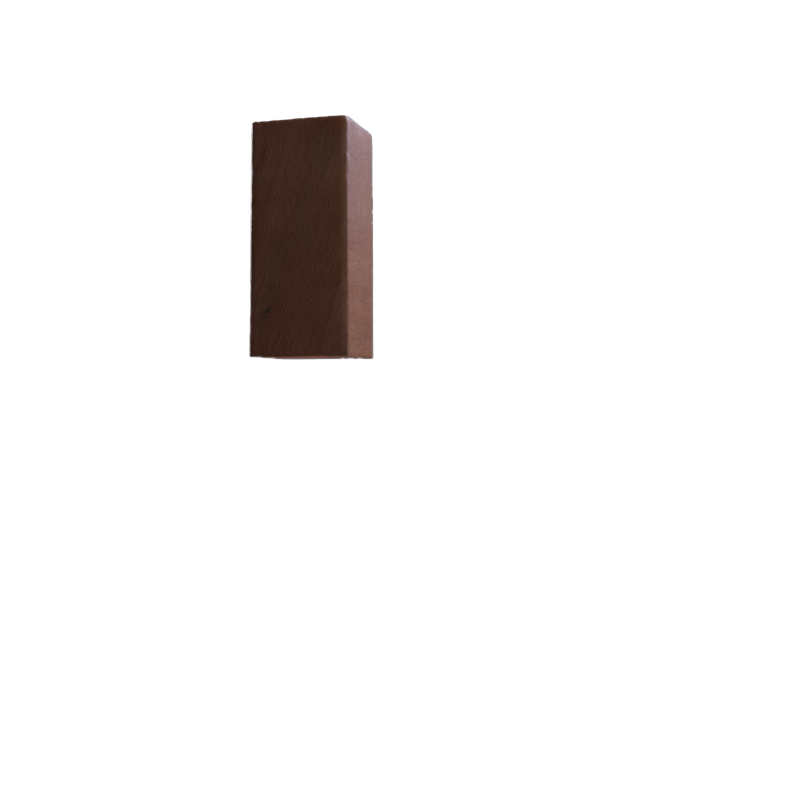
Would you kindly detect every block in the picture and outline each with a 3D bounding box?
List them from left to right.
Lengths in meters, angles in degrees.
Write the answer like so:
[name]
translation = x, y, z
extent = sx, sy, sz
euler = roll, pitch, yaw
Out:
[block]
translation = -0.077, -0.141, 0.987
extent = 0.092, 0.210, 0.087
euler = -2, -6, 16
